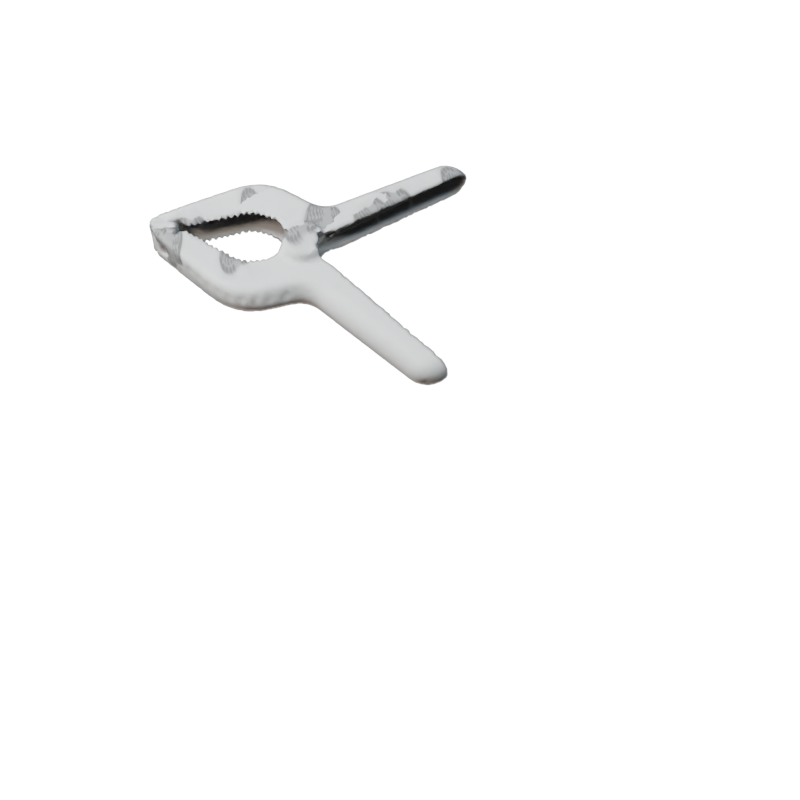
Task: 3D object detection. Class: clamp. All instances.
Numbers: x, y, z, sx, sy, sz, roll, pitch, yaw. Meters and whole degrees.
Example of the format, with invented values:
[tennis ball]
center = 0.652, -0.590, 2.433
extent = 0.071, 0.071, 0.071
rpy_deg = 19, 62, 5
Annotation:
[clamp]
center = -0.057, -0.104, 0.730
extent = 0.213, 0.173, 0.034
rpy_deg = 12, -33, 8
